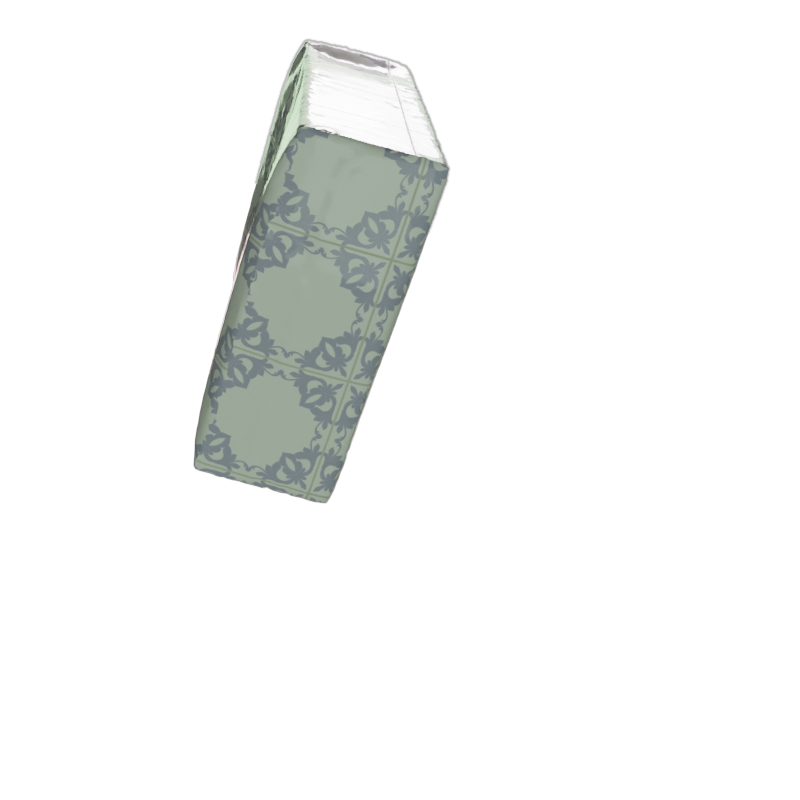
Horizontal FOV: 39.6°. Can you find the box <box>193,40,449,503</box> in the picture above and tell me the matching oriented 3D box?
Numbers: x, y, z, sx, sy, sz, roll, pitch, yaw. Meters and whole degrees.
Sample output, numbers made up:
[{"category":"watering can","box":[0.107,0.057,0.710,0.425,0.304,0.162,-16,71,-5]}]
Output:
[{"category":"box","box":[-0.044,-0.079,0.556,0.071,0.158,0.225,16,23,-11]}]
